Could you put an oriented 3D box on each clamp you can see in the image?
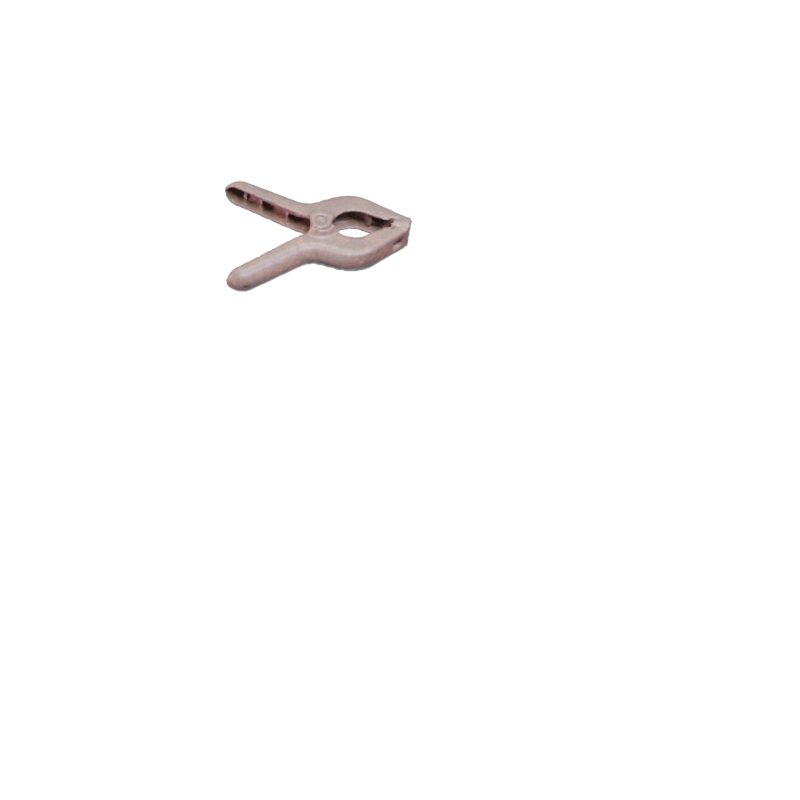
[{"bbox_3d":[-0.077,-0.140,0.980,0.172,0.128,0.037,4,-32,2],"label":"clamp"}]
